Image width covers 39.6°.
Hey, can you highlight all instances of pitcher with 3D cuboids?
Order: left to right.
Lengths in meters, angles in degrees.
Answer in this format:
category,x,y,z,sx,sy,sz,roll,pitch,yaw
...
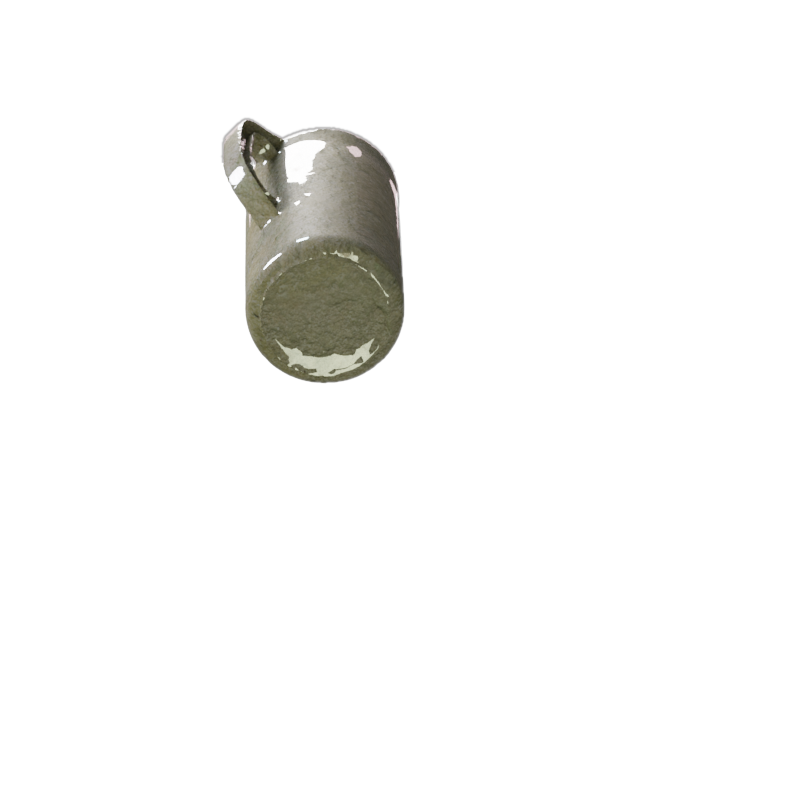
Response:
category,x,y,z,sx,sy,sz,roll,pitch,yaw
pitcher,-0.066,-0.121,0.849,0.148,0.138,0.256,2,26,-4
